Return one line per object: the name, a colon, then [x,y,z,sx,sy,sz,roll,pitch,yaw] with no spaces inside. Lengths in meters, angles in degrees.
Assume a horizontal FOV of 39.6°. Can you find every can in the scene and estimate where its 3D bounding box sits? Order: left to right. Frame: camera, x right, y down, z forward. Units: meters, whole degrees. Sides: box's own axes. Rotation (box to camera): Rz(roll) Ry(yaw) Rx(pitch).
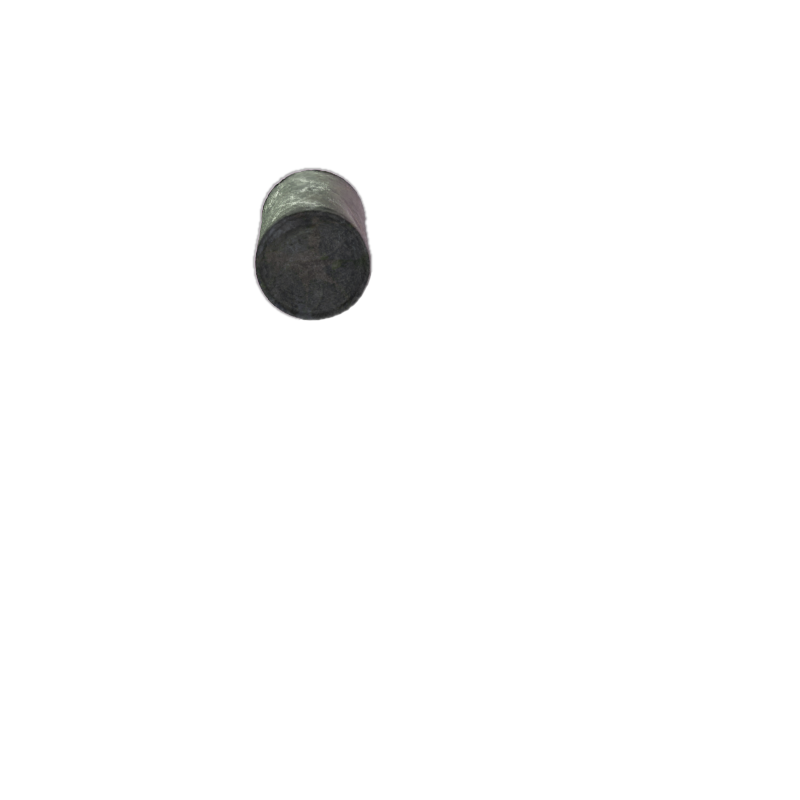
can: [-0.052,-0.096,0.670,0.068,0.066,0.107,0,22,-3]
